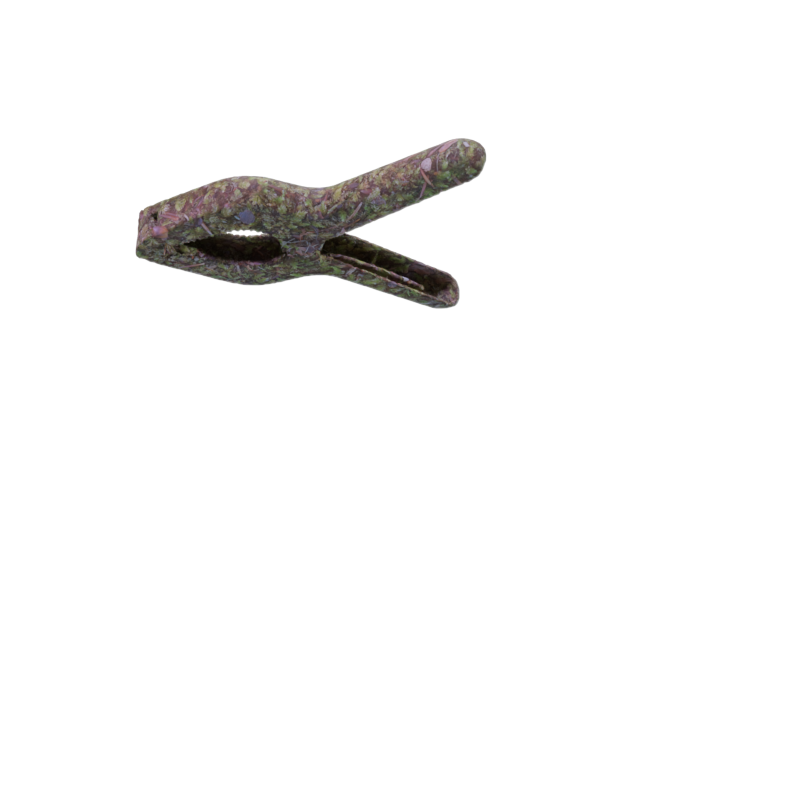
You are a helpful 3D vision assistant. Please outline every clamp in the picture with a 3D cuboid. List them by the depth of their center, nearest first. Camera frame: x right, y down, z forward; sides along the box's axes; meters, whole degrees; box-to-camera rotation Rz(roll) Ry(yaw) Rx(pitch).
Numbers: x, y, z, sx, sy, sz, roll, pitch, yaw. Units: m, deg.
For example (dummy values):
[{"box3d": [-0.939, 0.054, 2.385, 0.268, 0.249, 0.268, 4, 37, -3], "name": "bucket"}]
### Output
[{"box3d": [-0.053, -0.097, 0.677, 0.211, 0.039, 0.153, -3, -27, 6], "name": "clamp"}]
